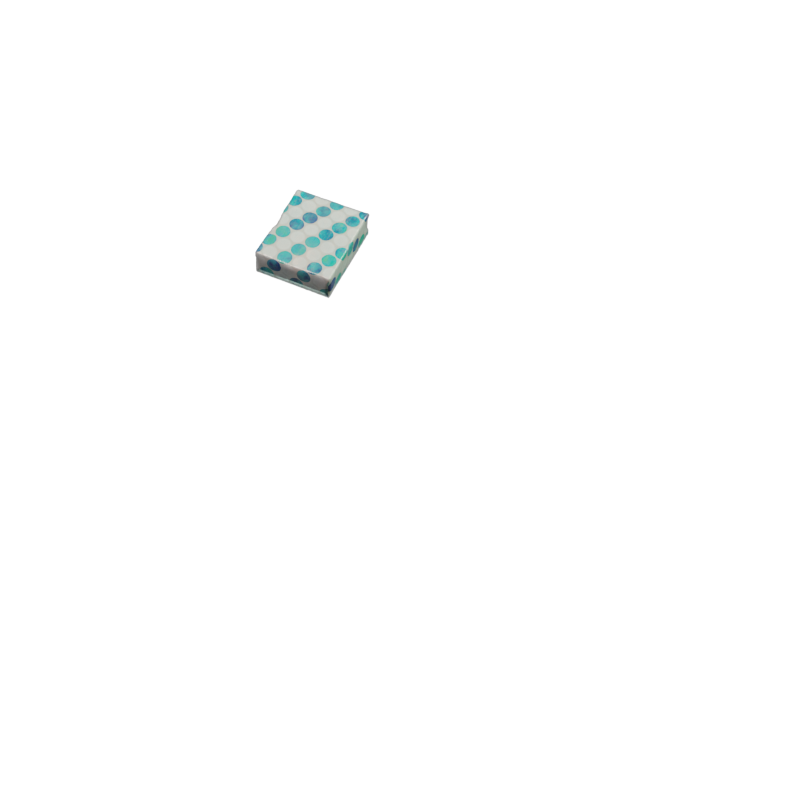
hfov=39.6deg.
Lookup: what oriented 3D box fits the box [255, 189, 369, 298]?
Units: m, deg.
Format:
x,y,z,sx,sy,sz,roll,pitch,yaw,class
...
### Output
x,y,z,sx,sy,sz,roll,pitch,yaw,class
-0.078,-0.142,0.994,0.075,0.093,0.028,20,-35,14,box
